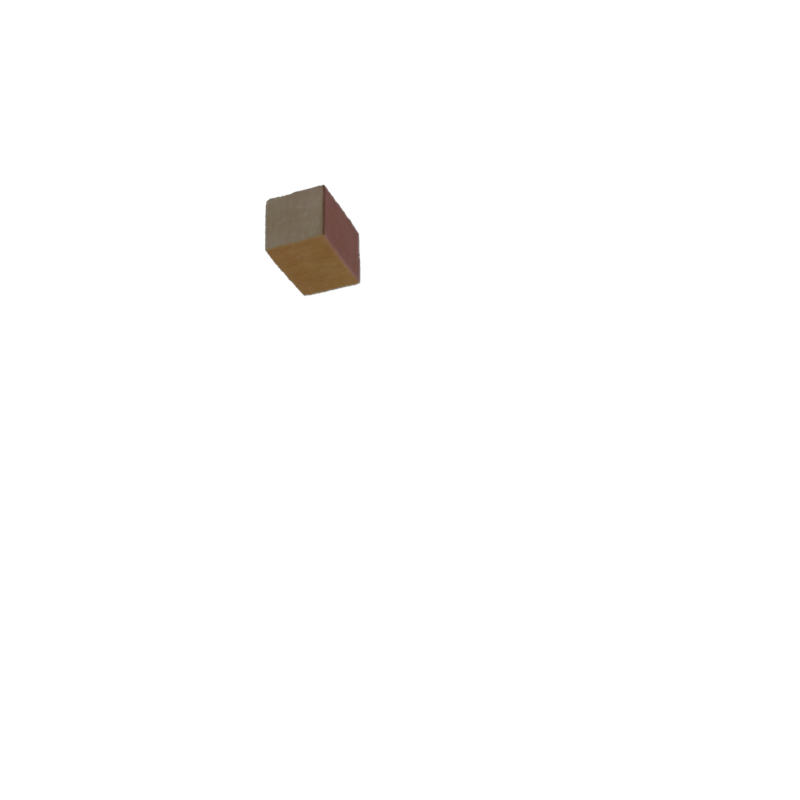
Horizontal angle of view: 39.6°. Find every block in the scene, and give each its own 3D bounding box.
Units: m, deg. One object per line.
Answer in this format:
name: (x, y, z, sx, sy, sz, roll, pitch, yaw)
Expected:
block: (-0.070, -0.128, 0.896, 0.053, 0.055, 0.072, -12, -32, 18)
